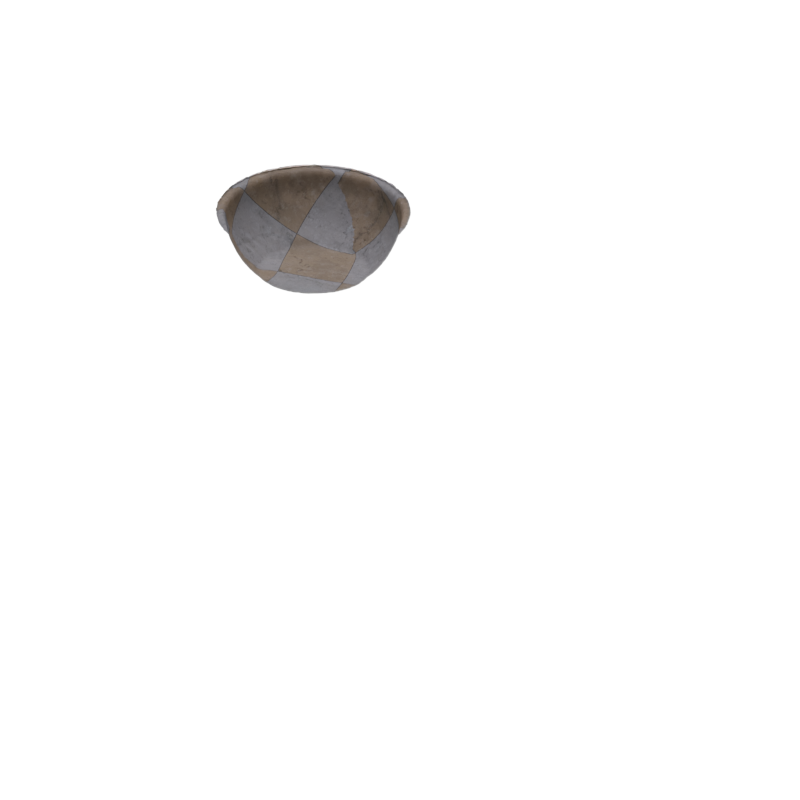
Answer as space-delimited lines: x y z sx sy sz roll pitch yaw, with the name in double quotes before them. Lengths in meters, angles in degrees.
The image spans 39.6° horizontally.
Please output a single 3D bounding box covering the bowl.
"bowl" -0.071 -0.130 0.913 0.162 0.058 0.154 1 -20 -2
